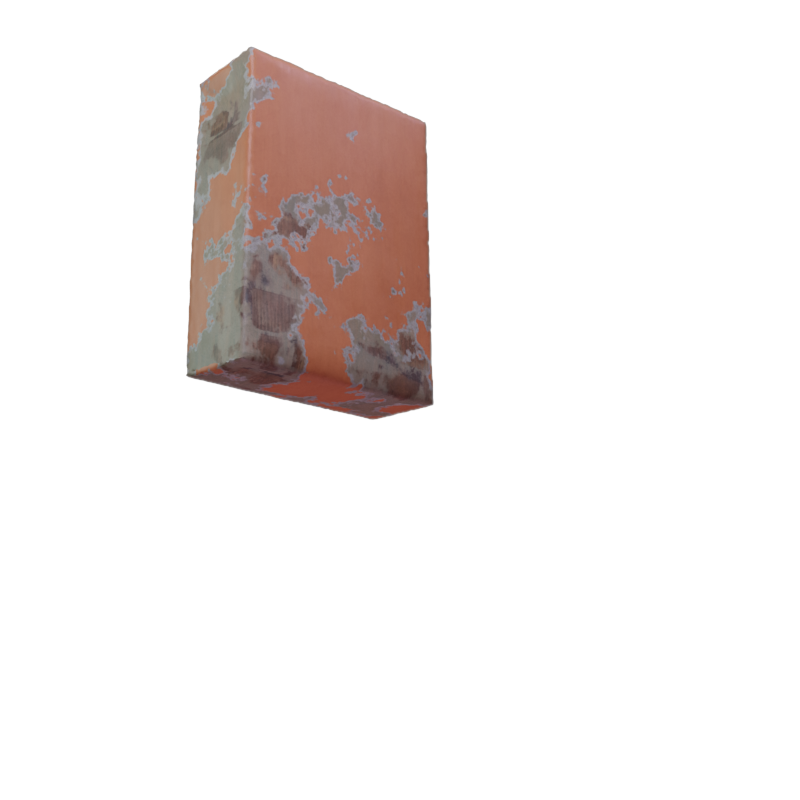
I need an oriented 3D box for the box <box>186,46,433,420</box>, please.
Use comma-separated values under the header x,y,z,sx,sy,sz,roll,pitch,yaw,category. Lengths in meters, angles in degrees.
x,y,z,sx,sy,sz,roll,pitch,yaw,category
-0.059,-0.107,0.748,0.155,0.224,0.072,15,-26,-39,box
